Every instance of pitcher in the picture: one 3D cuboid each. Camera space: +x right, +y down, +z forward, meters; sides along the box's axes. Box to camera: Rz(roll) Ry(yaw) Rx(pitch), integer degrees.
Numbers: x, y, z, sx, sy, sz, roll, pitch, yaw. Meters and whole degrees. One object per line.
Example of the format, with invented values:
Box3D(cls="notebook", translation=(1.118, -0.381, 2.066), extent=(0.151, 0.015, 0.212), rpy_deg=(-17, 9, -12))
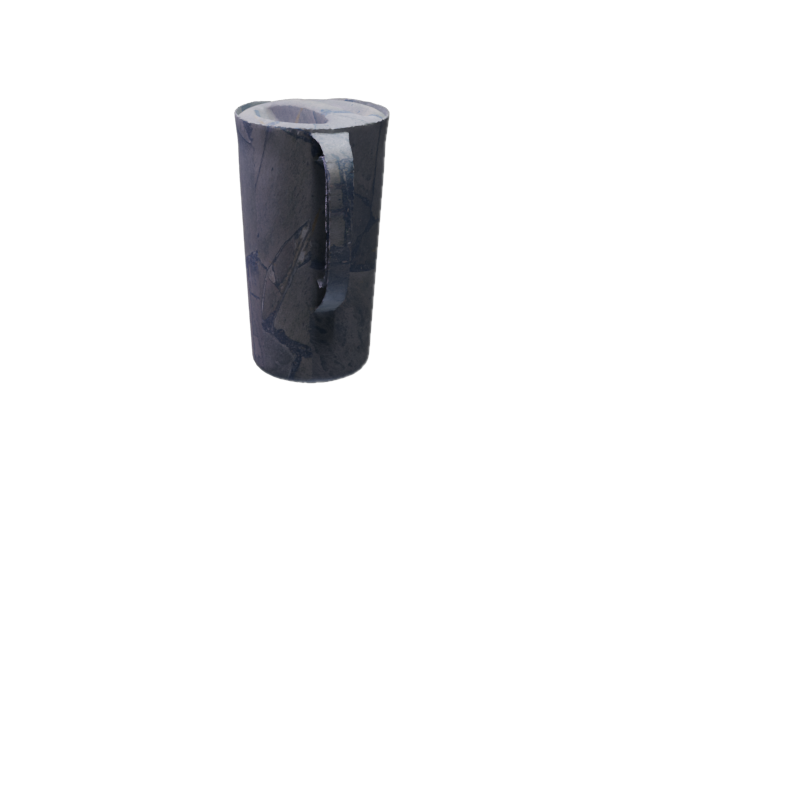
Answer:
Box3D(cls="pitcher", translation=(-0.076, -0.139, 0.974), extent=(0.151, 0.233, 0.150), rpy_deg=(12, 23, 26))
